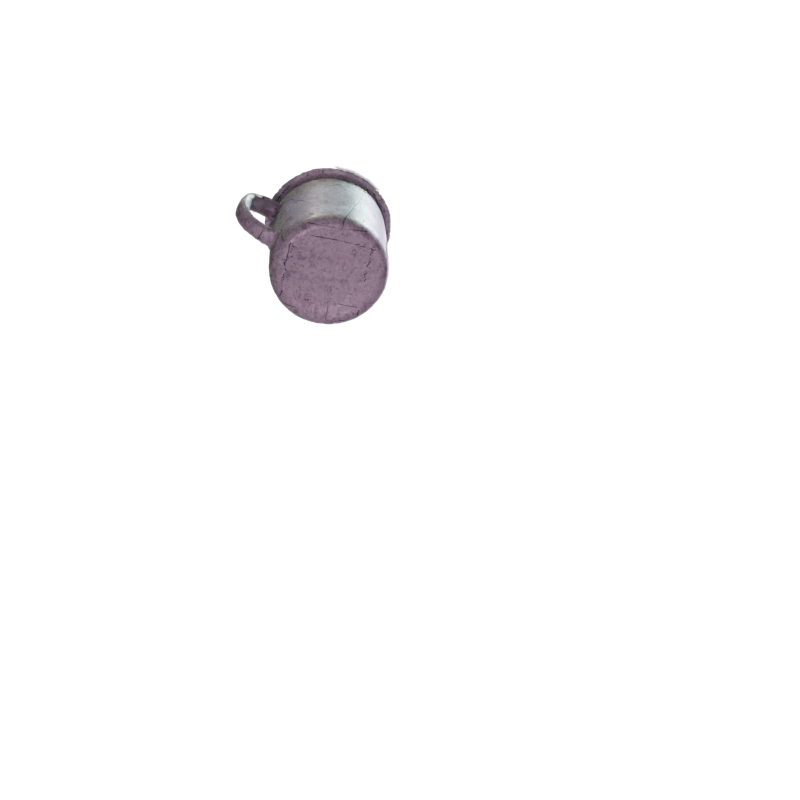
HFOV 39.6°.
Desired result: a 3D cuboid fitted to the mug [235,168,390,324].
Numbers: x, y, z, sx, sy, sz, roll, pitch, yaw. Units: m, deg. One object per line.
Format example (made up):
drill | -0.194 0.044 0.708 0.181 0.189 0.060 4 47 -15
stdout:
mug | -0.061 -0.111 0.776 0.114 0.091 0.086 27 24 -14
